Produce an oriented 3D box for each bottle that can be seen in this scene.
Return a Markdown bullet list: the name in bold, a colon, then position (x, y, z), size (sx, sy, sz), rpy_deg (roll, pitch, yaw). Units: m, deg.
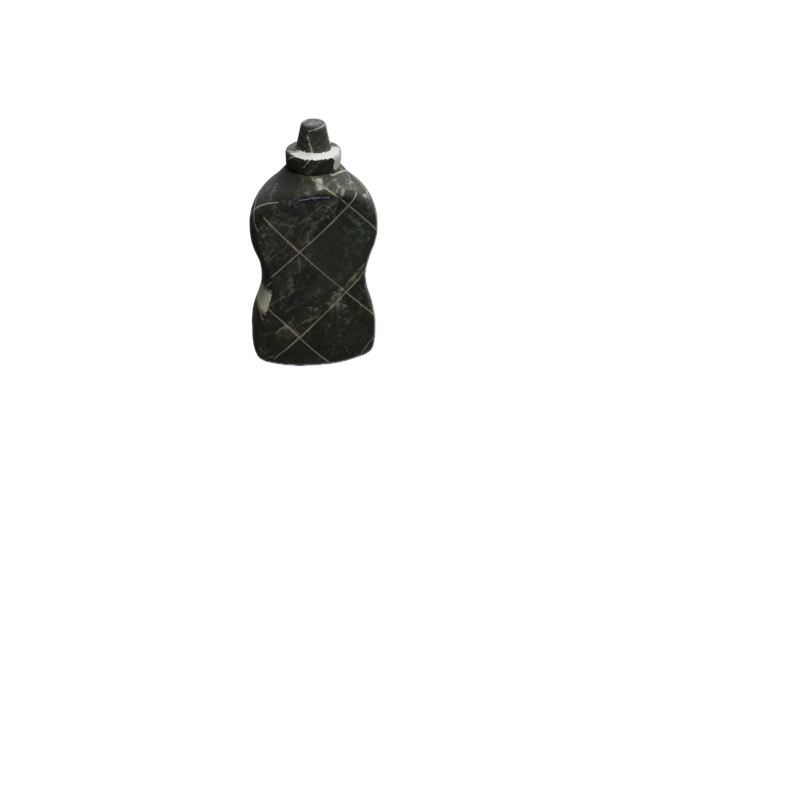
- **bottle**: position (-0.066, -0.120, 0.839), size (0.095, 0.181, 0.062), rpy_deg (-2, 30, -7)
